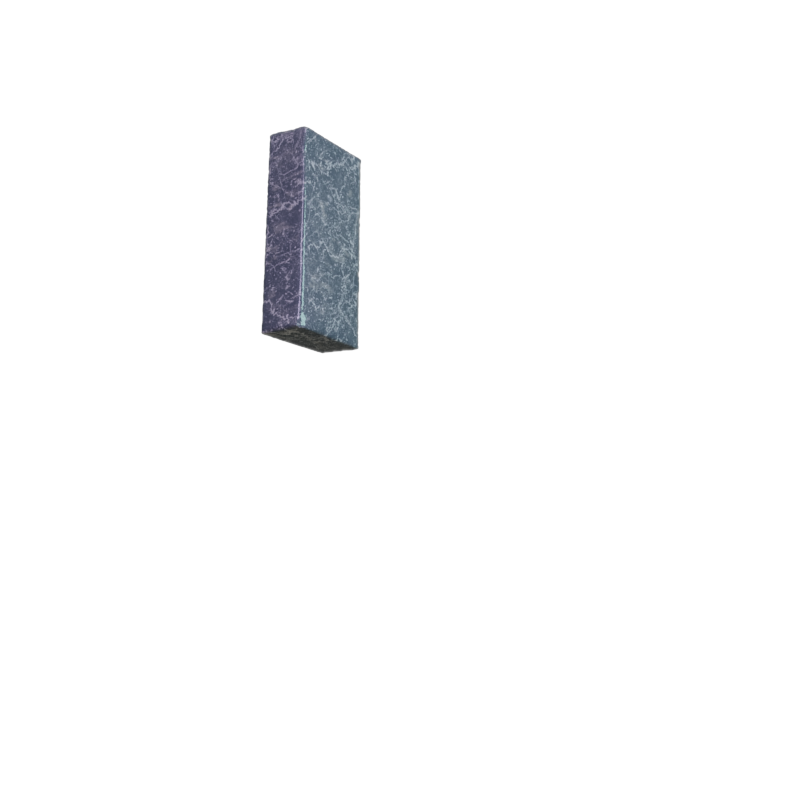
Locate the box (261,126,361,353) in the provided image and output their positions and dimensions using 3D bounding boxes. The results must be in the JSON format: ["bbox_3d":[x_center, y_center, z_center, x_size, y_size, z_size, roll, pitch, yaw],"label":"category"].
[{"bbox_3d":[-0.075,-0.136,0.953,0.049,0.184,0.088,-12,-20,30],"label":"box"}]
